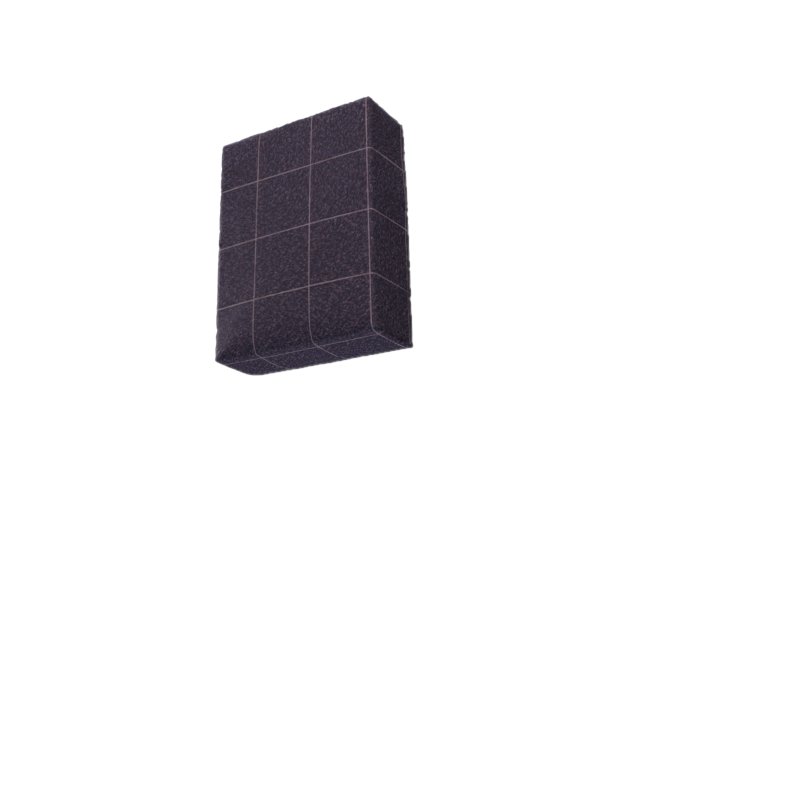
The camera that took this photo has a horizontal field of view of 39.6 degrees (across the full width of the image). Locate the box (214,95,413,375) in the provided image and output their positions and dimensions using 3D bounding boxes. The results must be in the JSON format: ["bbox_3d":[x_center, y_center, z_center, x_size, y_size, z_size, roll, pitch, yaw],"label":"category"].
[{"bbox_3d":[-0.076,-0.139,0.975,0.167,0.225,0.067,-13,-25,29],"label":"box"}]
